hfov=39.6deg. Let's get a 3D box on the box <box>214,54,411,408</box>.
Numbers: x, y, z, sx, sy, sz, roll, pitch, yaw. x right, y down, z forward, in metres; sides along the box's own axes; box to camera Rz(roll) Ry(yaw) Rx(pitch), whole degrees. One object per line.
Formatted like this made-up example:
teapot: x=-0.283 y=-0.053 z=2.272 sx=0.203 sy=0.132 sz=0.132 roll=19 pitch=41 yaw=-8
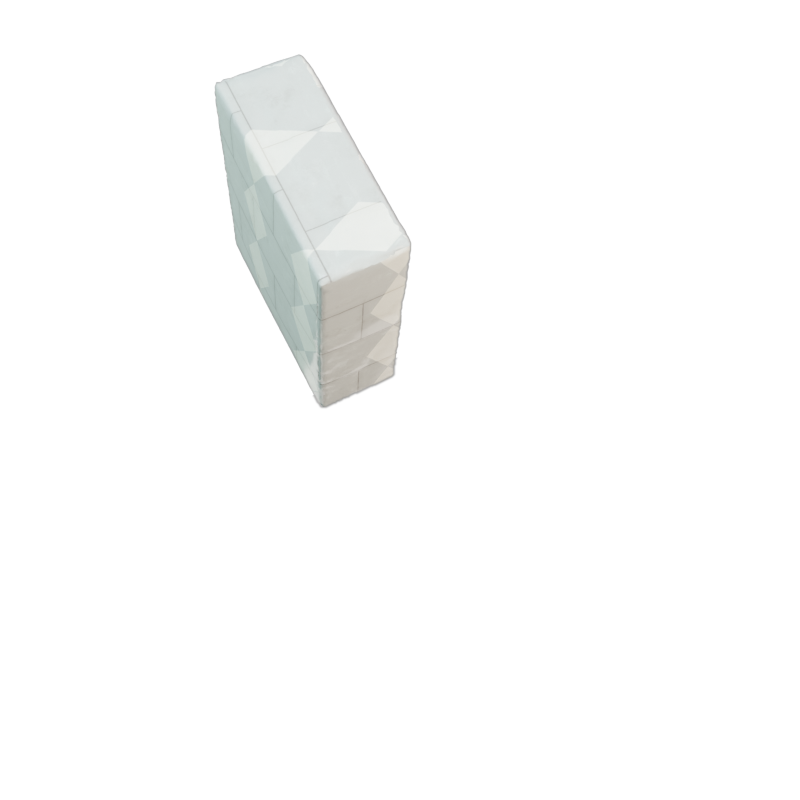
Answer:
box: x=-0.061 y=-0.111 z=0.778 sx=0.071 sy=0.174 sz=0.202 roll=-23 pitch=-21 yaw=-13
